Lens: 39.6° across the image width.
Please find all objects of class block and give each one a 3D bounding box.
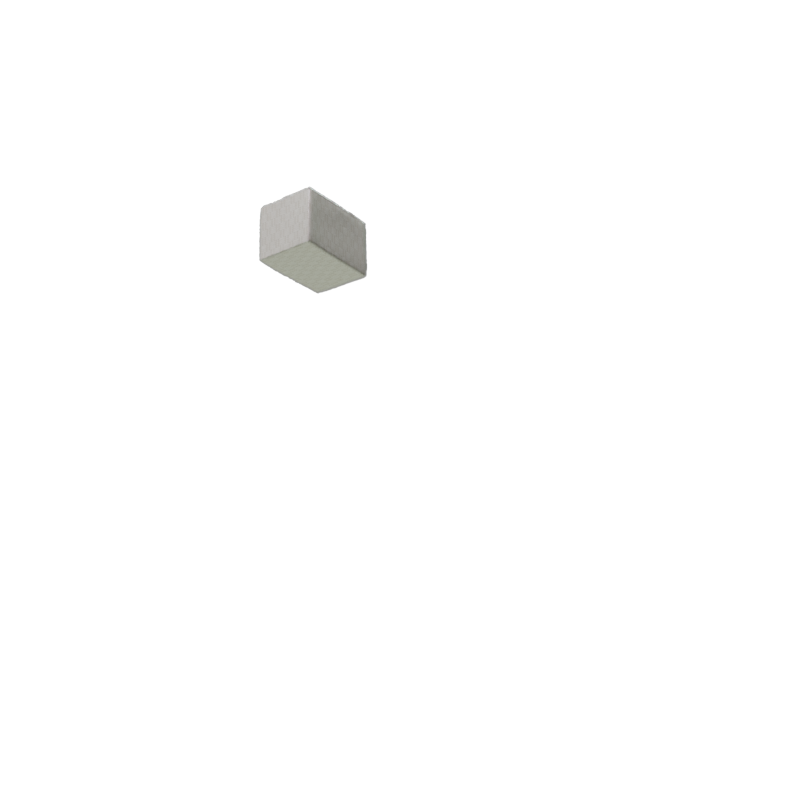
[{"bbox_3d":[-0.070,-0.128,0.895,0.053,0.054,0.073,-18,-29,32],"label":"block"}]
